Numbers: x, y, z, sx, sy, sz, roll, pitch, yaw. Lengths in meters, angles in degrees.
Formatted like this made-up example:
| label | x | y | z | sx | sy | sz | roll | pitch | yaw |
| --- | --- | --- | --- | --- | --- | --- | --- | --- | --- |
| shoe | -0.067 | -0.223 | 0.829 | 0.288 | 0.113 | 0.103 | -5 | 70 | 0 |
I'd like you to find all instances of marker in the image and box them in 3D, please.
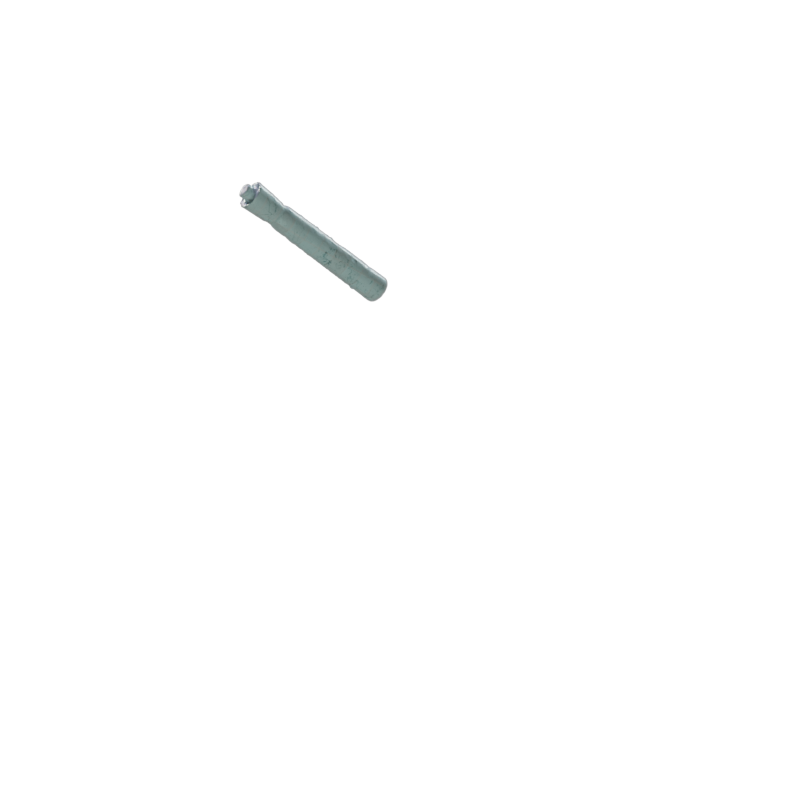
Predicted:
| label | x | y | z | sx | sy | sz | roll | pitch | yaw |
| --- | --- | --- | --- | --- | --- | --- | --- | --- | --- |
| marker | -0.056 | -0.102 | 0.711 | 0.114 | 0.020 | 0.020 | 35 | -16 | -29 |
